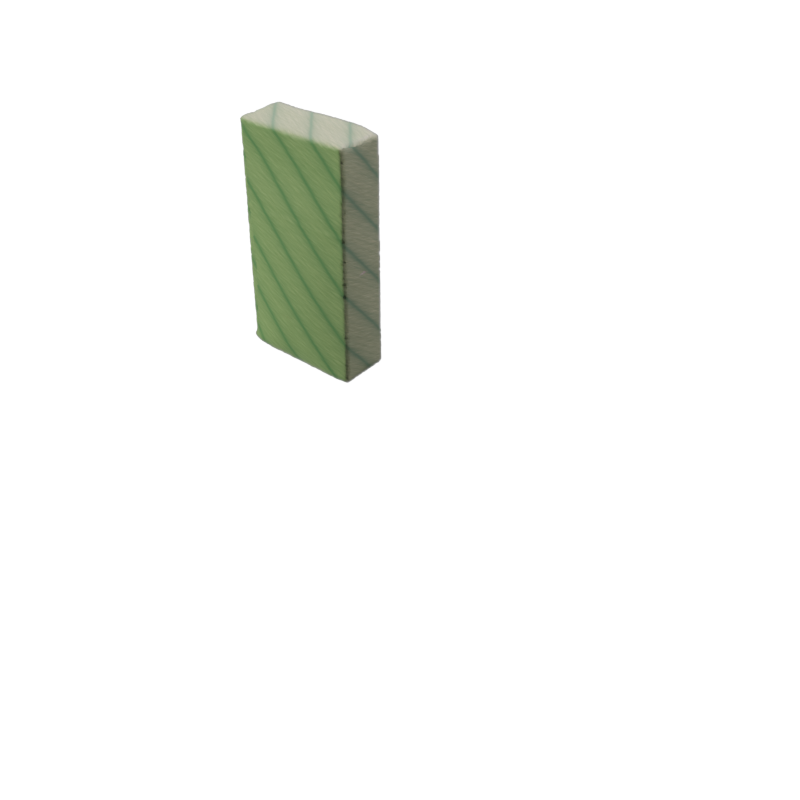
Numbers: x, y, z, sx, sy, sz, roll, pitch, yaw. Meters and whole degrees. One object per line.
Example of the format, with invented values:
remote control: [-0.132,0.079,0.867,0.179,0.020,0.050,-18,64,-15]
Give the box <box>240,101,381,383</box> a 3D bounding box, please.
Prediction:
box: [-0.059,-0.109,0.761,0.099,0.166,0.048,25,36,35]
